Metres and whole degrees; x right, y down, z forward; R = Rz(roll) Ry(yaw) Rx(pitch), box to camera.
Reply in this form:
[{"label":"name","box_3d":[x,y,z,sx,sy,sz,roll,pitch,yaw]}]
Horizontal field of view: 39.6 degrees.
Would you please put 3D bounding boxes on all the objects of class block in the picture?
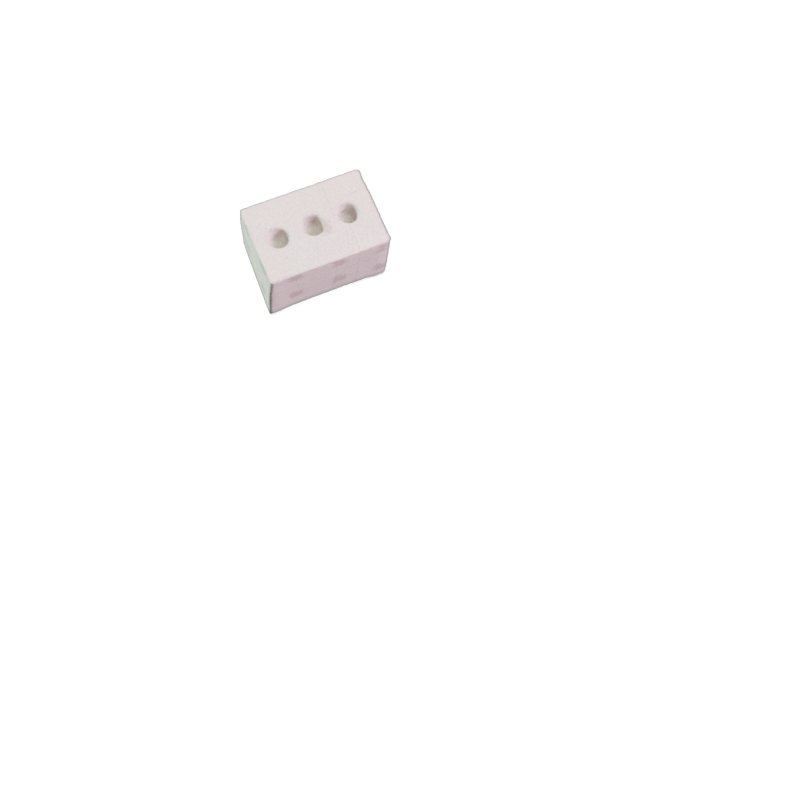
[{"label":"block","box_3d":[-0.052,-0.096,0.669,0.078,0.055,0.049,-22,-17,-9]}]
